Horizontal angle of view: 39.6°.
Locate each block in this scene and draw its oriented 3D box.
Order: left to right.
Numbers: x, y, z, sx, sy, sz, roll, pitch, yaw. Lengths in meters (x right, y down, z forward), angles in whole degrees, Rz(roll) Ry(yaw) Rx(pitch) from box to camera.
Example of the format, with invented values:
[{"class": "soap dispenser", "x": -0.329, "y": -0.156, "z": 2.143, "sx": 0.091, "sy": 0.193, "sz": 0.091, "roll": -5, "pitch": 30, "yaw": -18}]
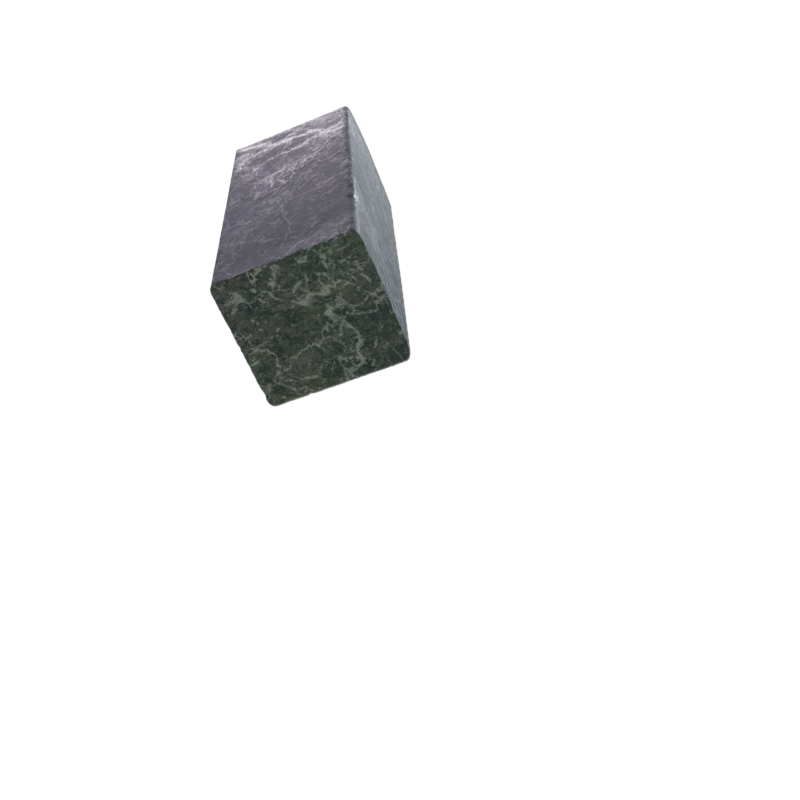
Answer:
[{"class": "block", "x": -0.055, "y": -0.101, "z": 0.709, "sx": 0.091, "sy": 0.084, "sz": 0.219, "roll": -20, "pitch": 31, "yaw": 8}]
